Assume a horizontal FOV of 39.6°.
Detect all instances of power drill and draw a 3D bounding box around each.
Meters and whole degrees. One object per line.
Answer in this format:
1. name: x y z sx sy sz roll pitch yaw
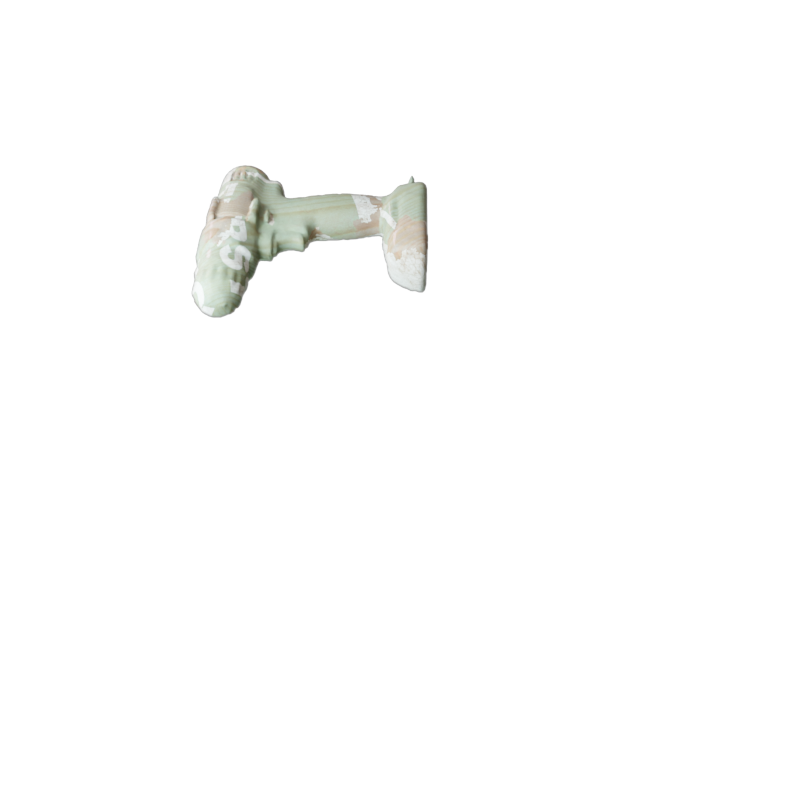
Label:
1. power drill: -0.071 -0.130 0.911 0.189 0.053 0.197 3 42 3
